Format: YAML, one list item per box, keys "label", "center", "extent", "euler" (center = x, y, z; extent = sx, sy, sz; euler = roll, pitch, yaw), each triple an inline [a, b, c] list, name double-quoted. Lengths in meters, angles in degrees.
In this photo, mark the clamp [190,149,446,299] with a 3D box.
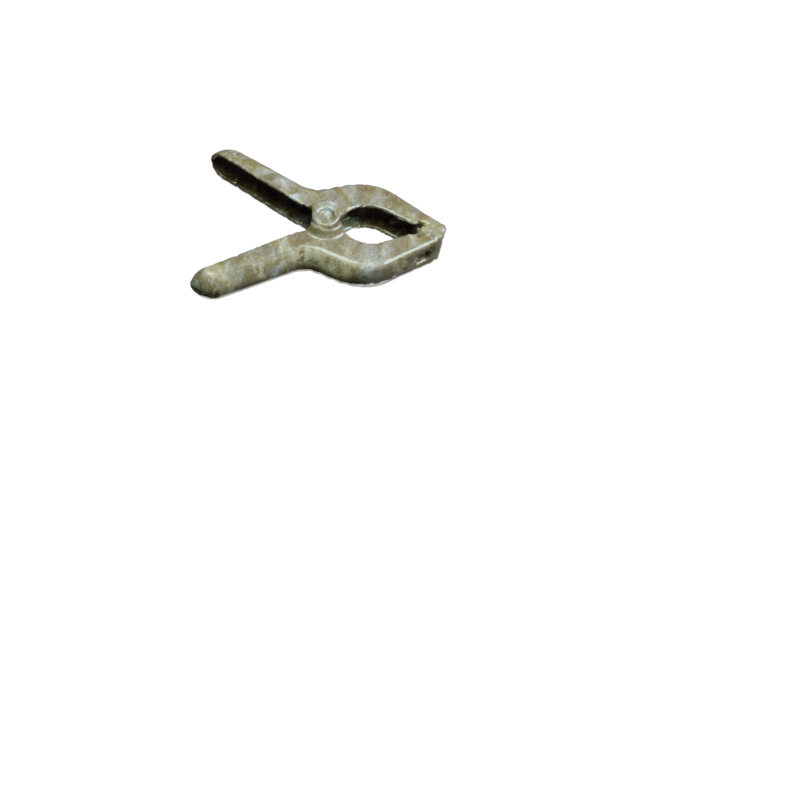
- label: "clamp"
  center: [-0.058, -0.107, 0.747]
  extent: [0.173, 0.126, 0.037]
  euler: [11, -28, 6]
